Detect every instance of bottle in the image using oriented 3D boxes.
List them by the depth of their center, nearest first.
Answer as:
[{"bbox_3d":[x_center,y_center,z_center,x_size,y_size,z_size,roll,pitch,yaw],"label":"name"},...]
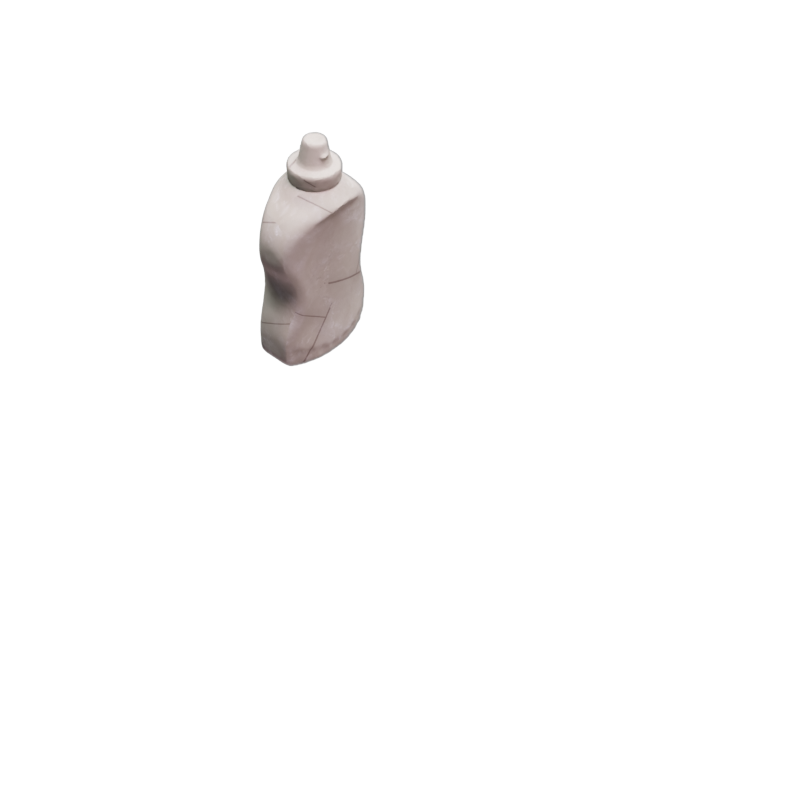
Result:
[{"bbox_3d":[-0.066,-0.121,0.852,0.062,0.179,0.097,32,50,28],"label":"bottle"}]
